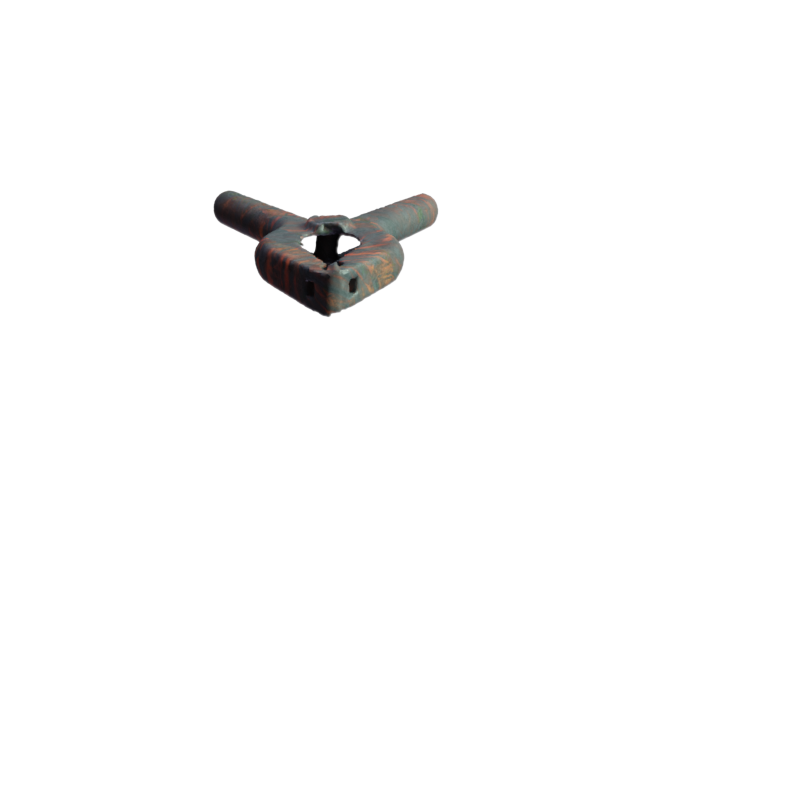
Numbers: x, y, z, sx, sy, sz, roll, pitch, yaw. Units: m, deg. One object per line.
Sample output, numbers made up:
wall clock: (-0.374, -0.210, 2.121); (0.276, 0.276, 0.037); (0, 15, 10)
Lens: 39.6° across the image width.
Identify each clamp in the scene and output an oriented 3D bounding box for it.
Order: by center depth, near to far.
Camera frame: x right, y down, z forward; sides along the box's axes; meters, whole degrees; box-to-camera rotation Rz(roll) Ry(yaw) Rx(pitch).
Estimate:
clamp: (-0.058, -0.106, 0.740); (0.166, 0.035, 0.218); (2, 24, 3)
